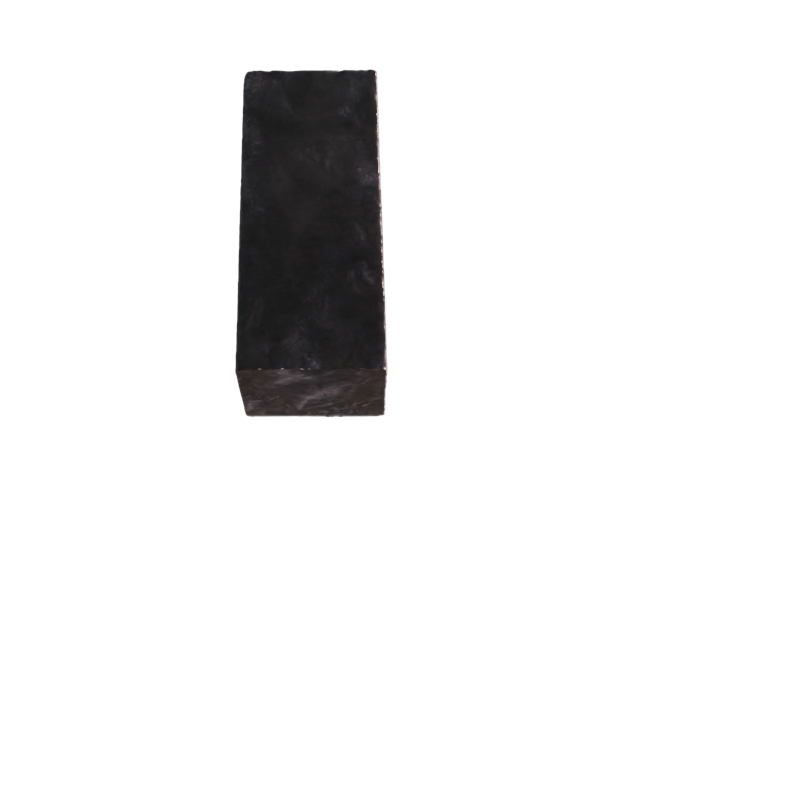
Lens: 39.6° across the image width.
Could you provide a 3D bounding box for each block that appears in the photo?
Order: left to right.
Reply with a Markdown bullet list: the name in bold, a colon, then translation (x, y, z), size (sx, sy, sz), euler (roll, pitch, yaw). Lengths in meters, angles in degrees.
- **block**: translation (-0.056, -0.102, 0.713), size (0.090, 0.218, 0.086), euler (-1, -24, -1)
